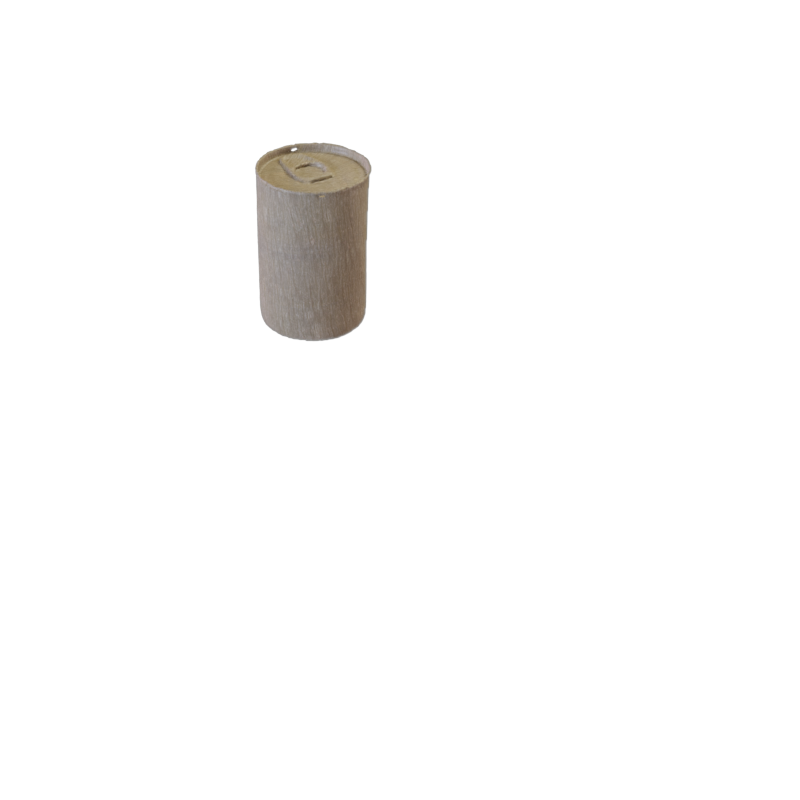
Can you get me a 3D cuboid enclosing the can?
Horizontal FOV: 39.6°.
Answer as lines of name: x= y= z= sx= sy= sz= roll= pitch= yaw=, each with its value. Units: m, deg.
can: x=-0.052 y=-0.096 z=0.670 sx=0.068 sy=0.096 sz=0.073 roll=0 pitch=33 yaw=-3
